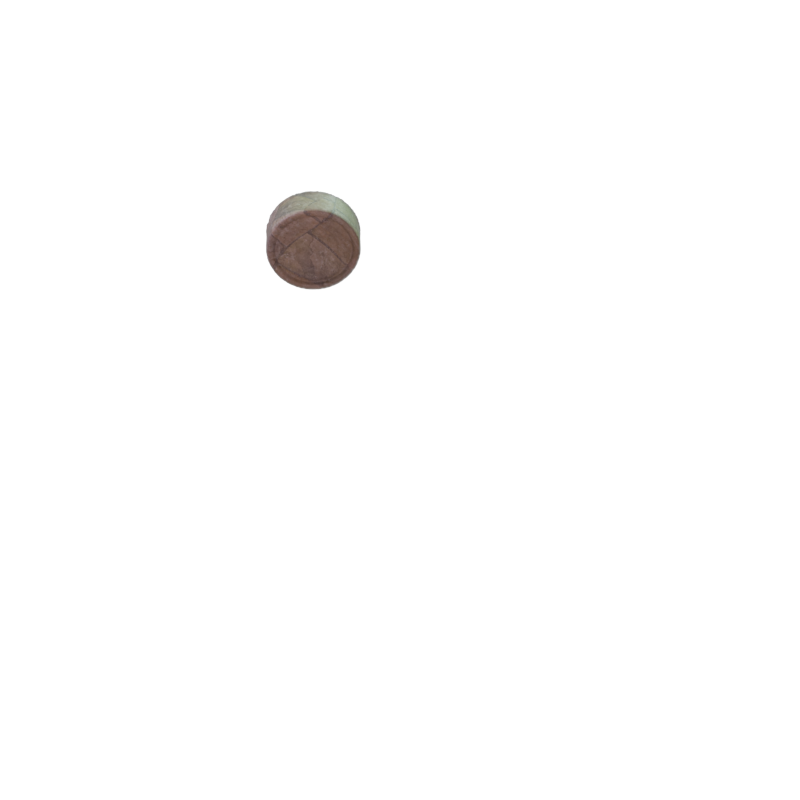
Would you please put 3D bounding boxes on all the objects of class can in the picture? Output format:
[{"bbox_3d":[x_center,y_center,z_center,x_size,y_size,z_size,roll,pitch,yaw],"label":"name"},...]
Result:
[{"bbox_3d":[-0.078,-0.142,0.996,0.086,0.081,0.036,1,34,-1],"label":"can"}]
